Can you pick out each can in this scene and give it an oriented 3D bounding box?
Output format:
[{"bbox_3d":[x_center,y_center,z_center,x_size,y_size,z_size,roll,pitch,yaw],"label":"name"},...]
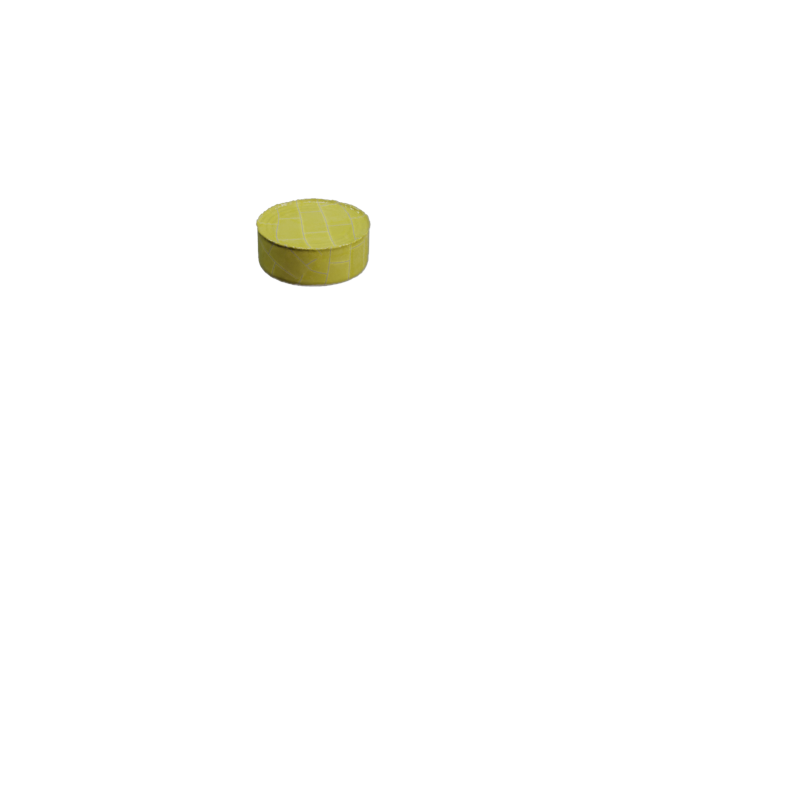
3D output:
[{"bbox_3d":[-0.066,-0.120,0.837,0.086,0.032,0.091,-1,33,-2],"label":"can"}]
